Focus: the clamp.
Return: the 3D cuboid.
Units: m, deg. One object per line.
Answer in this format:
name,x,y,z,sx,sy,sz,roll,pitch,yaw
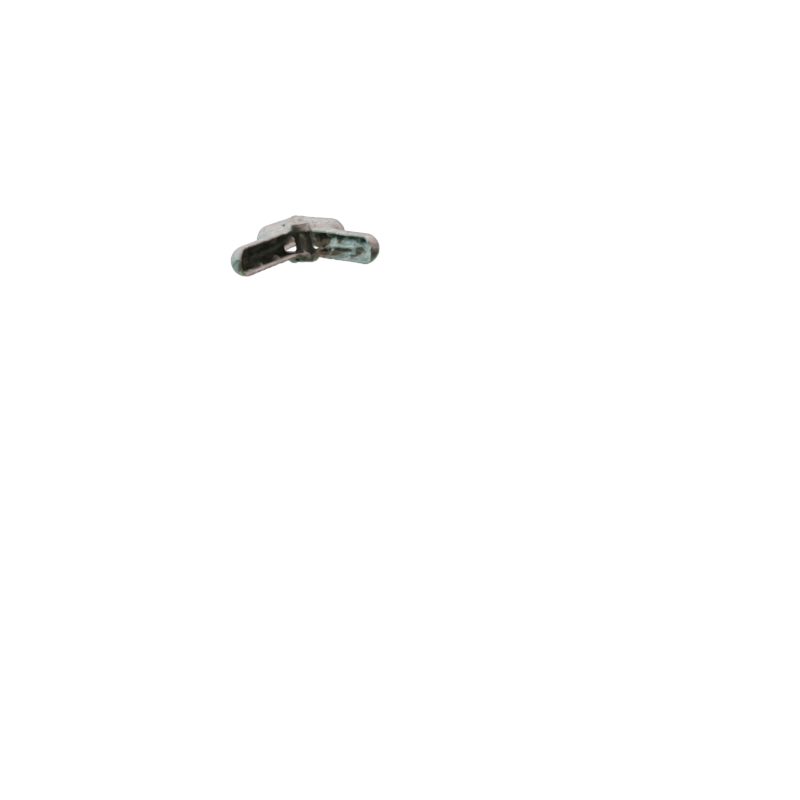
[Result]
clamp,-0.076,-0.138,0.967,0.121,0.038,0.177,1,19,3
